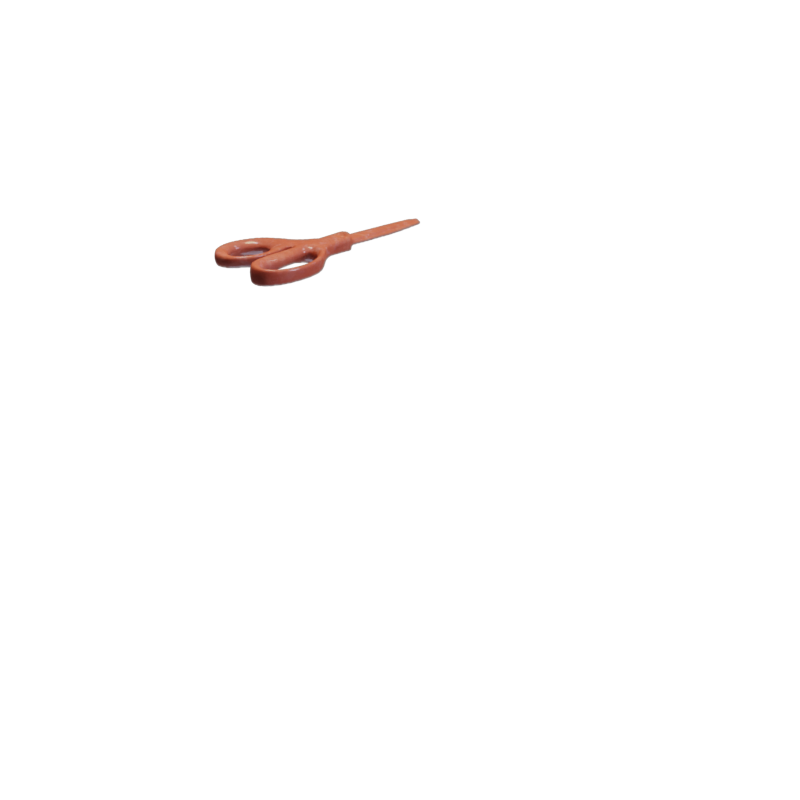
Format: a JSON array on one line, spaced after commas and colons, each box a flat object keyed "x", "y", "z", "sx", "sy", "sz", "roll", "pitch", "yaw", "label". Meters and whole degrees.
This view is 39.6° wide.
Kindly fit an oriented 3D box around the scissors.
[{"x": -0.069, "y": -0.127, "z": 0.888, "sx": 0.100, "sy": 0.015, "sz": 0.202, "roll": 11, "pitch": 25, "yaw": 24, "label": "scissors"}]
